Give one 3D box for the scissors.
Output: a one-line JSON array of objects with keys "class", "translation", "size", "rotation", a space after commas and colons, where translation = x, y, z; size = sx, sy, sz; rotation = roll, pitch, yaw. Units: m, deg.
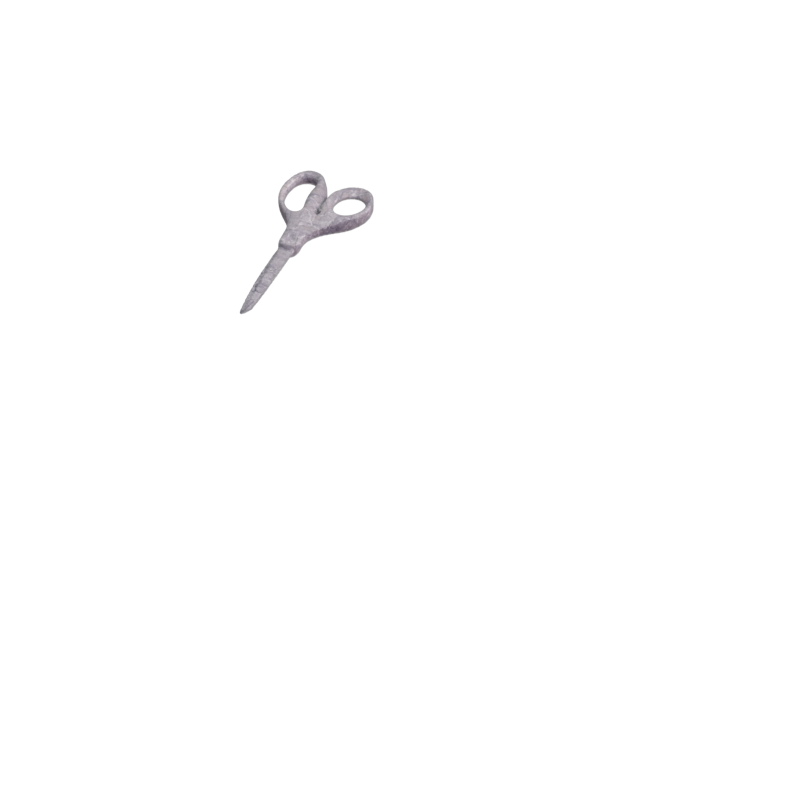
[{"class": "scissors", "translation": [-0.075, -0.137, 0.959], "size": [0.097, 0.015, 0.215], "rotation": [2, 42, 3]}]
